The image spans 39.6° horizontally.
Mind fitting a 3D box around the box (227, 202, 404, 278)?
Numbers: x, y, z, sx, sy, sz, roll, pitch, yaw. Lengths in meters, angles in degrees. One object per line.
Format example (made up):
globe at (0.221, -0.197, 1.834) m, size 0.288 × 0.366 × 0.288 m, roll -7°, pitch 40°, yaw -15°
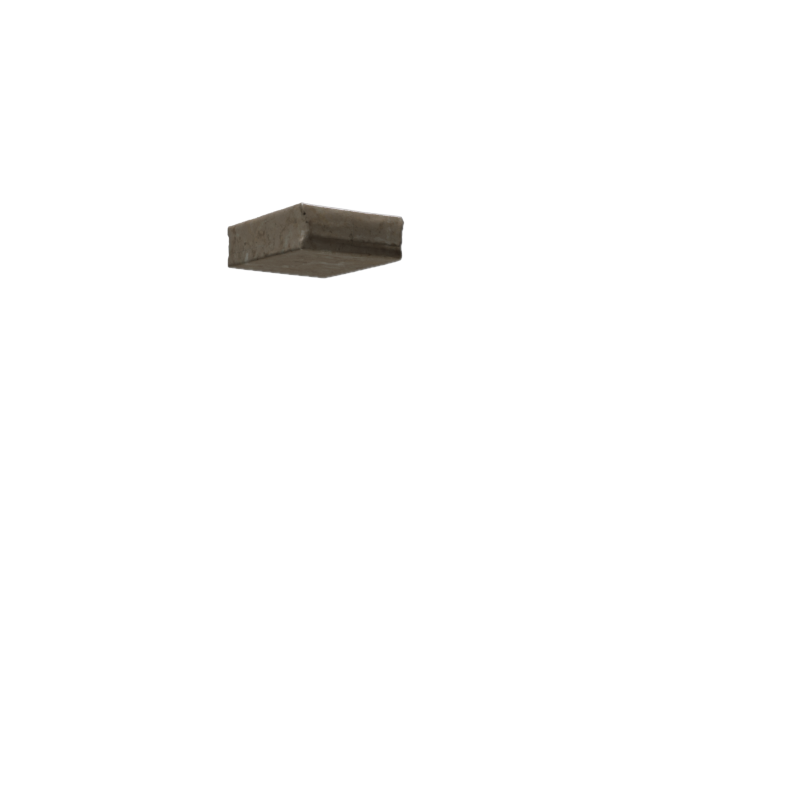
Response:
box at (-0.053, -0.096, 0.672) m, size 0.070 × 0.031 × 0.091 m, roll 3°, pitch -4°, yaw -35°
